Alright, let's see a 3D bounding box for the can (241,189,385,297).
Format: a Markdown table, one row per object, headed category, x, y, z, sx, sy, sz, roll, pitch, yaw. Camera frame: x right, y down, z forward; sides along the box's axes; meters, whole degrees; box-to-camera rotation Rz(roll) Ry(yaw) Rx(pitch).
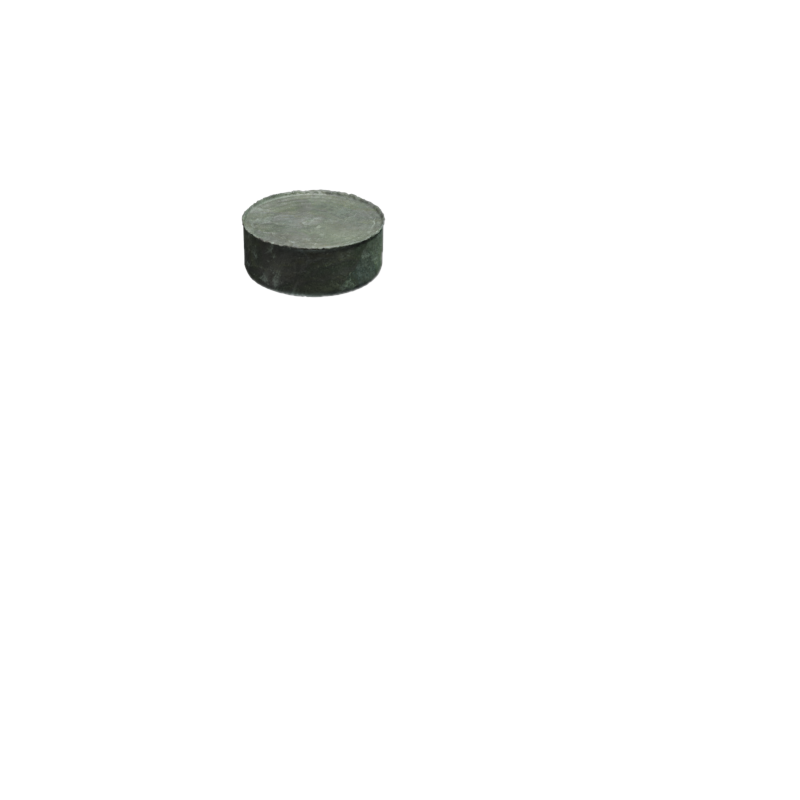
| category | x | y | z | sx | sy | sz | roll | pitch | yaw |
| --- | --- | --- | --- | --- | --- | --- | --- | --- | --- |
| can | -0.052 | -0.096 | 0.670 | 0.086 | 0.032 | 0.091 | -1 | 31 | -2 |
